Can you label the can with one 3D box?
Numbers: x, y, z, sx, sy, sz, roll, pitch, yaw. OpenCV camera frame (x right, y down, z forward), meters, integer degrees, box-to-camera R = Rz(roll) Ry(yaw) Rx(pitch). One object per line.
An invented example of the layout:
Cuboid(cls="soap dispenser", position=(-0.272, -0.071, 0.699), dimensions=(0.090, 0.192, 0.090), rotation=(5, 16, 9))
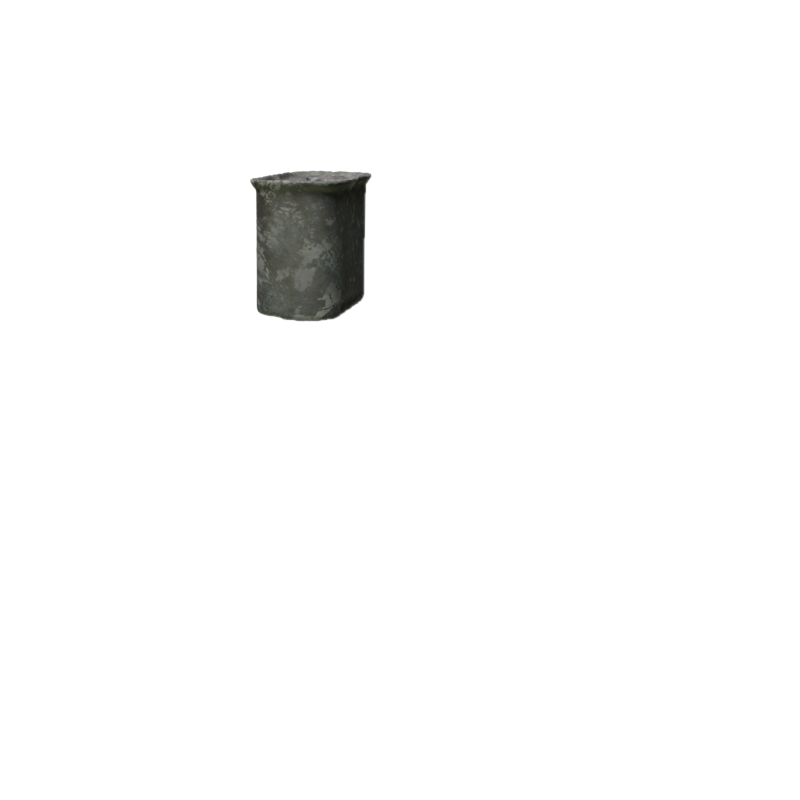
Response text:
Cuboid(cls="can", position=(-0.055, -0.100, 0.698), dimensions=(0.059, 0.082, 0.102), rotation=(3, 12, 14))
